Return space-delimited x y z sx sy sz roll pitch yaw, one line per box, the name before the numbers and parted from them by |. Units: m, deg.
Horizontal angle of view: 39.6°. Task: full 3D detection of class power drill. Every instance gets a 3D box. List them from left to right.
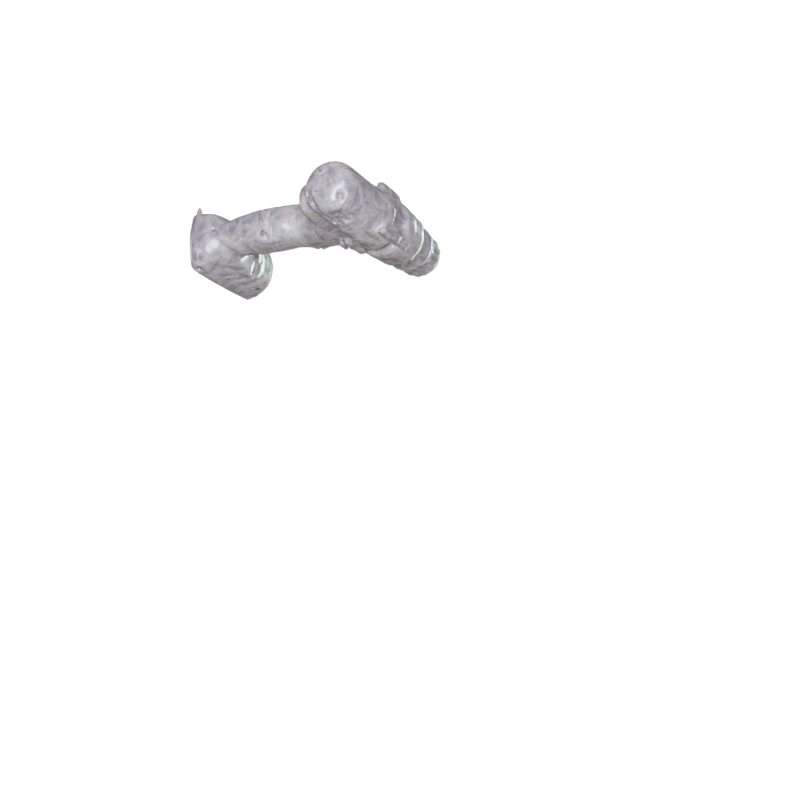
power drill | -0.077 -0.141 0.986 0.191 0.061 0.172 -12 -25 28
